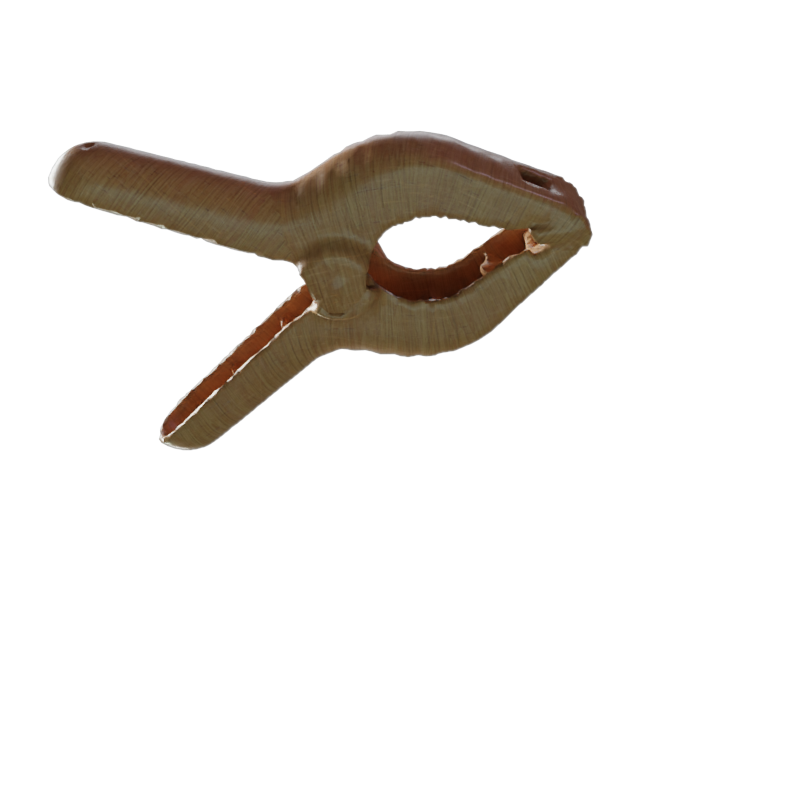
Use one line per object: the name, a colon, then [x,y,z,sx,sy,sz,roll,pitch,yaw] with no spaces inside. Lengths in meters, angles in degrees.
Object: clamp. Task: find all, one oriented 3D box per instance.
clamp: [-0.029,-0.052,0.366,0.172,0.112,0.042,-20,33,13]
